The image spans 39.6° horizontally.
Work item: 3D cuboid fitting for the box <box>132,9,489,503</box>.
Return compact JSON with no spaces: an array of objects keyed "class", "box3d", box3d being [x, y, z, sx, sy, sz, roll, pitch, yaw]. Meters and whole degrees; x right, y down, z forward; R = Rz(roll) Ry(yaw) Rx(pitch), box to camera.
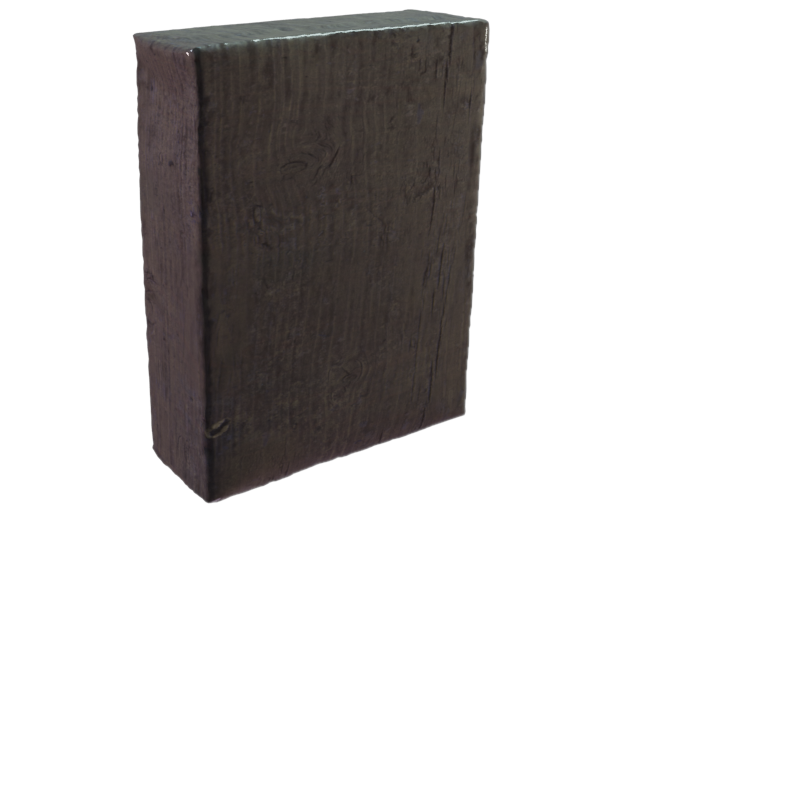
[{"class":"box","box3d":[-0.043,-0.078,0.547,0.161,0.205,0.076,-15,25,-35]}]
